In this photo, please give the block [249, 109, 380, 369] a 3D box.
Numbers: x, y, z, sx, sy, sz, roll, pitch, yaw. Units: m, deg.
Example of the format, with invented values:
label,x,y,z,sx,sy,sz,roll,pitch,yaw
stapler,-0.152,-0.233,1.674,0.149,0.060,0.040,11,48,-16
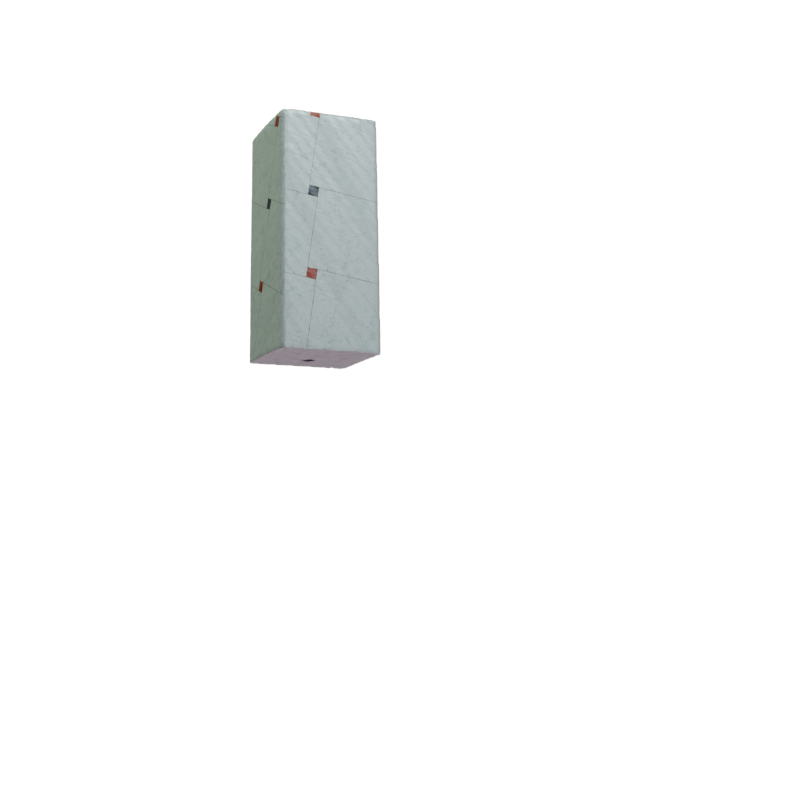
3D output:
label,x,y,z,sx,sy,sz,roll,pitch,yaw
block,-0.076,-0.138,0.968,0.088,0.214,0.090,5,-15,-23
